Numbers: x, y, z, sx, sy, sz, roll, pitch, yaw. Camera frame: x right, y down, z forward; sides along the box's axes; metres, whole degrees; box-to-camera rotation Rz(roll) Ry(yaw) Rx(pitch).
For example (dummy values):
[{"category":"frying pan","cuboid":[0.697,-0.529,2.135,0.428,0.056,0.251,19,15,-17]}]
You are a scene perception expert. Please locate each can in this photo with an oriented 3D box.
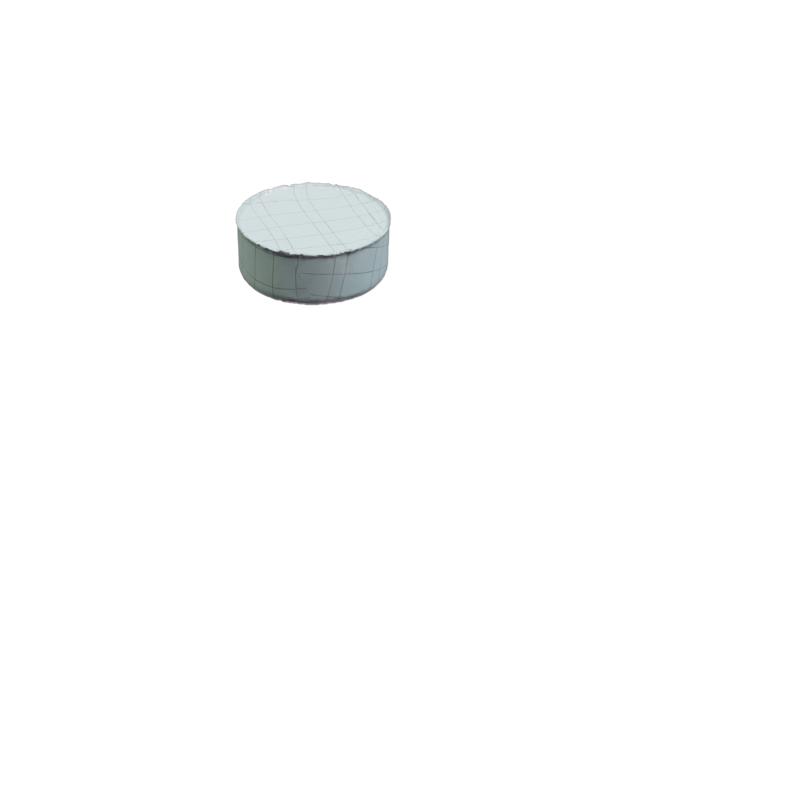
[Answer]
[{"category":"can","cuboid":[-0.048,-0.088,0.619,0.086,0.031,0.092,-1,34,-2]}]
